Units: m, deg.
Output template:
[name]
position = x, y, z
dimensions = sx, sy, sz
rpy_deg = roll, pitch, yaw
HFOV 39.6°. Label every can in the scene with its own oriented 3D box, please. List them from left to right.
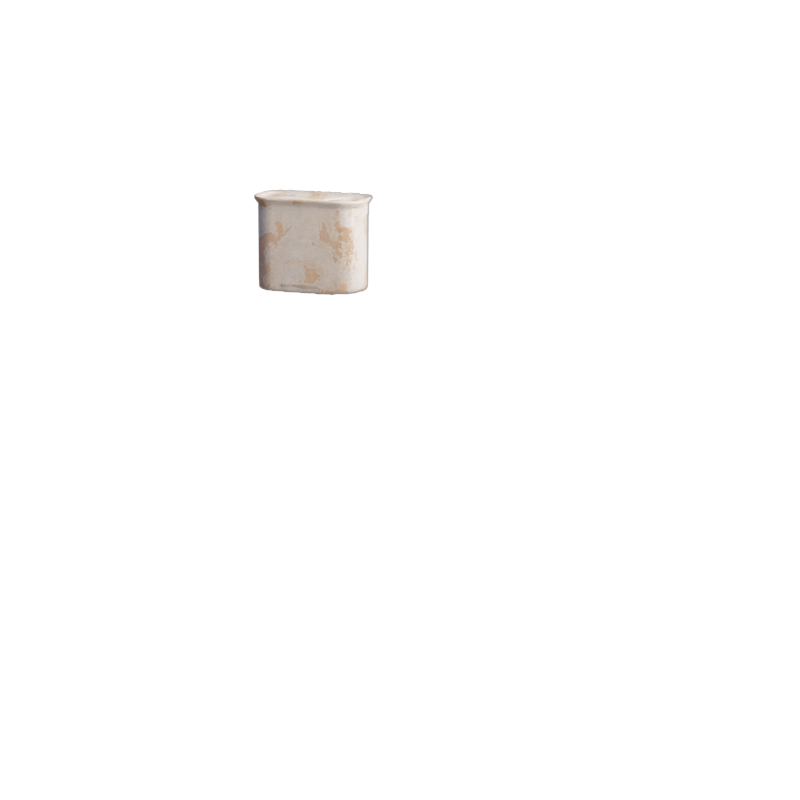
[can]
position = -0.077, -0.140, 0.982
dimensions = 0.104, 0.082, 0.058
rpy_deg = 5, 13, 17
